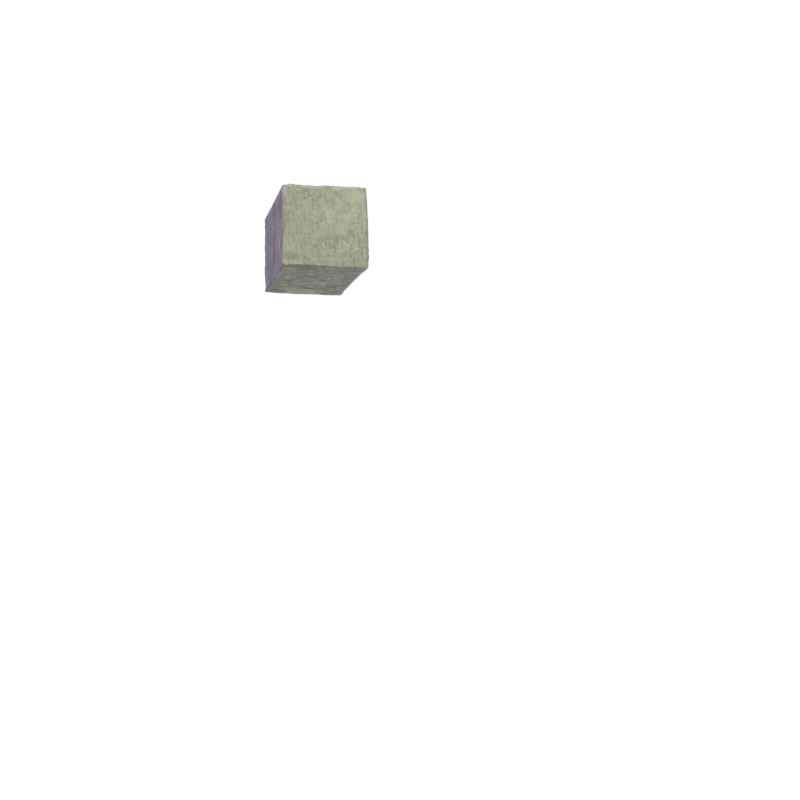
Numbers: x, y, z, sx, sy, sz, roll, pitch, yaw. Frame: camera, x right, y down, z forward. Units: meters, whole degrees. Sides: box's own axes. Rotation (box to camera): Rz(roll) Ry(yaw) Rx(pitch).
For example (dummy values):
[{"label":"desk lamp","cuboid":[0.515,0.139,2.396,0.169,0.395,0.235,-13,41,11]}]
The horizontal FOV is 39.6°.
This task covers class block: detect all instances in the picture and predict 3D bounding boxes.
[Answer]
[{"label":"block","cuboid":[-0.054,-0.098,0.685,0.052,0.053,0.077,2,-10,-14]}]
